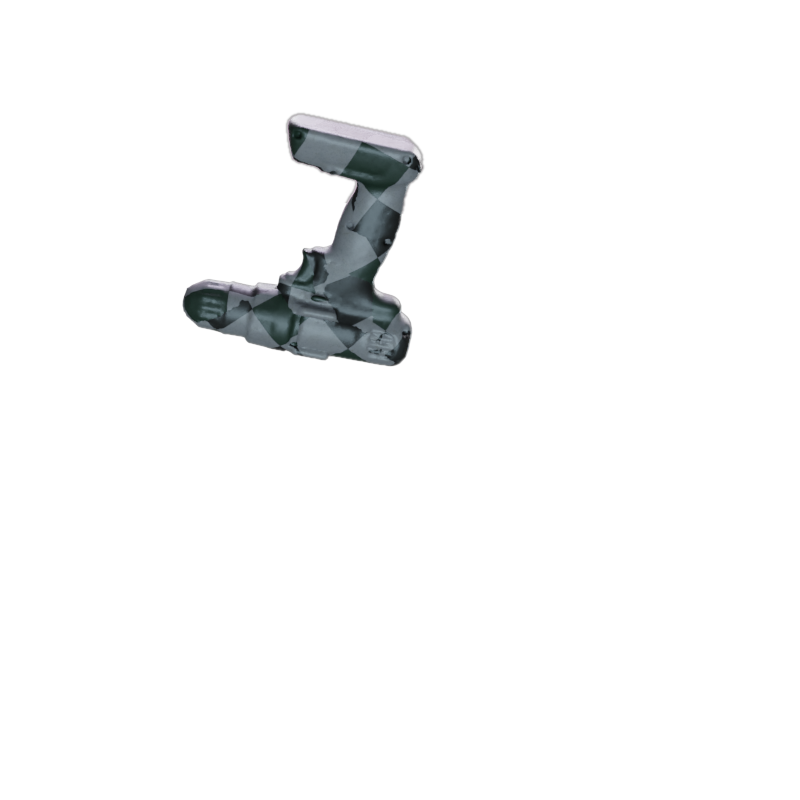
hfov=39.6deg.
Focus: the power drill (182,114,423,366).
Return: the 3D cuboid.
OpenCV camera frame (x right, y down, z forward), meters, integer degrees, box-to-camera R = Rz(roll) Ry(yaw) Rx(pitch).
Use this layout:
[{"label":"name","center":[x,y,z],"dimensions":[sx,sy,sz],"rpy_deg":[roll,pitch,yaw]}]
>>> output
[{"label":"power drill","center":[-0.068,-0.124,0.867],"dimensions":[0.183,0.180,0.060],"rpy_deg":[11,21,-5]}]
